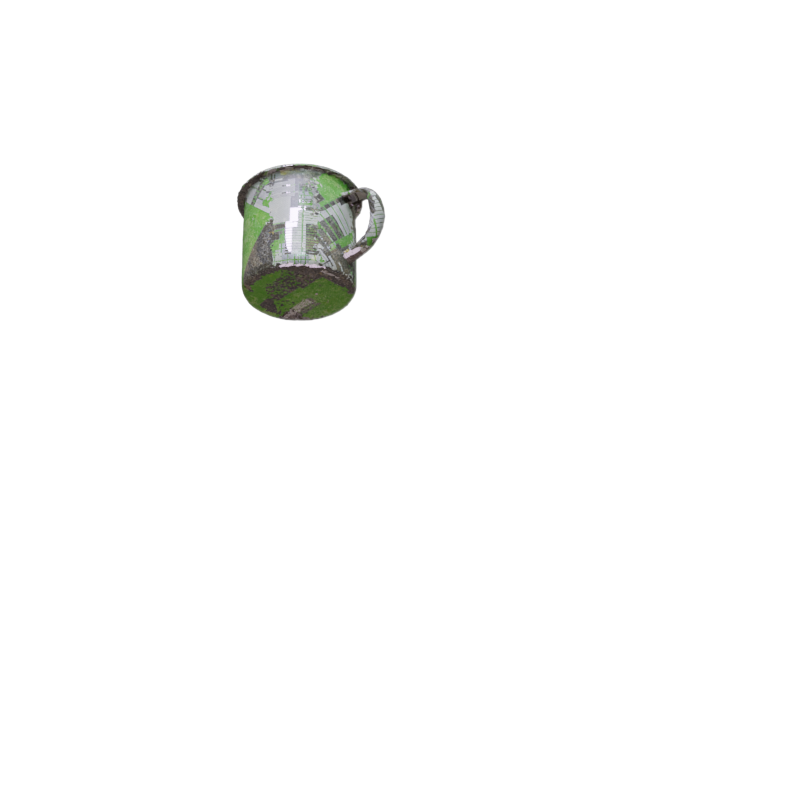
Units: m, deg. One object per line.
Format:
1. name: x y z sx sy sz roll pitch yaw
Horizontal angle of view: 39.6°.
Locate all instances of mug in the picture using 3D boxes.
1. mug: -0.062 -0.113 0.794 0.118 0.087 0.086 -17 -34 26
